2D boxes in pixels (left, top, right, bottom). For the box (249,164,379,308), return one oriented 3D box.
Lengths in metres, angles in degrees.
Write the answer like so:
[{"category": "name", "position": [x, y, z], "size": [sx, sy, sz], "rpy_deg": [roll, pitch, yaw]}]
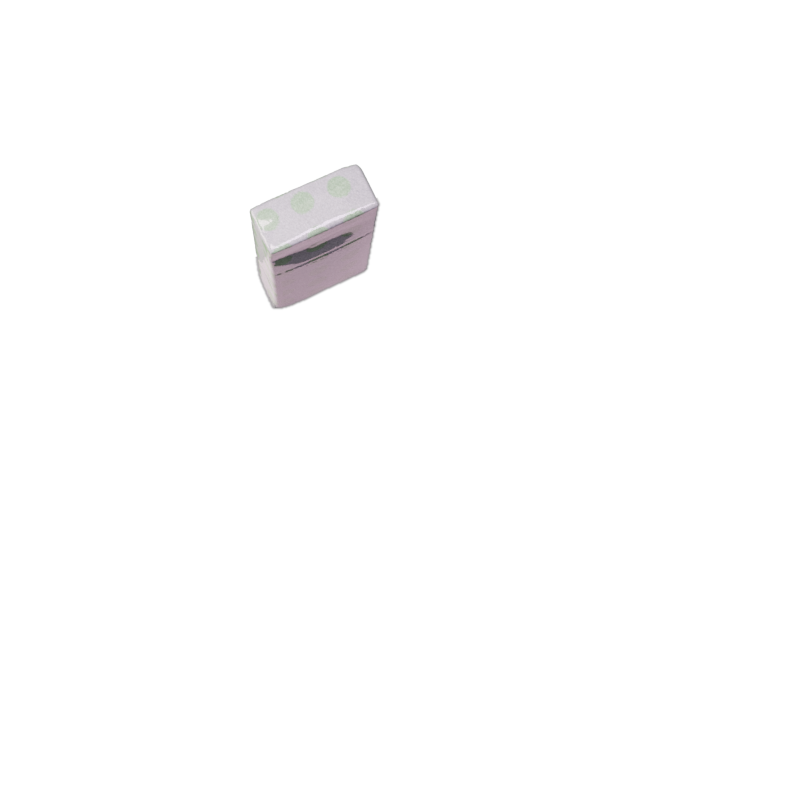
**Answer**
[{"category": "box", "position": [-0.071, -0.130, 0.906], "size": [0.093, 0.050, 0.170], "rpy_deg": [-25, -10, -9]}]
